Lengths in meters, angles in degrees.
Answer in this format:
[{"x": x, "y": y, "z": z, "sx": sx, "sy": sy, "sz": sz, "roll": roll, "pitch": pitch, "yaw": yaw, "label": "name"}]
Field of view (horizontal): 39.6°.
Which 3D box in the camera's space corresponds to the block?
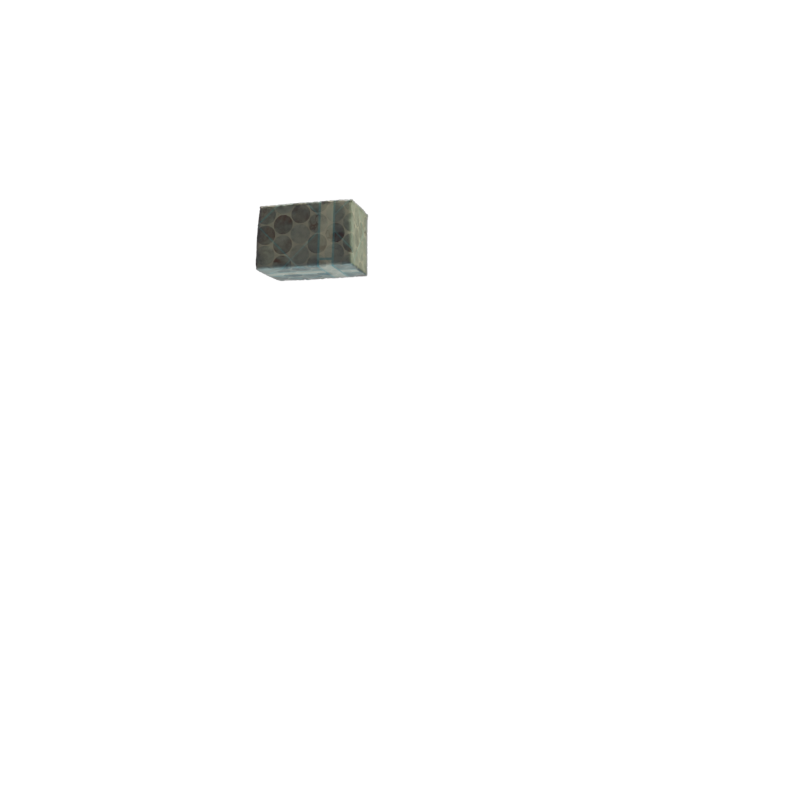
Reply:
[{"x": -0.068, "y": -0.124, "z": 0.871, "sx": 0.079, "sy": 0.053, "sz": 0.050, "roll": -2, "pitch": -9, "yaw": 15, "label": "block"}]
